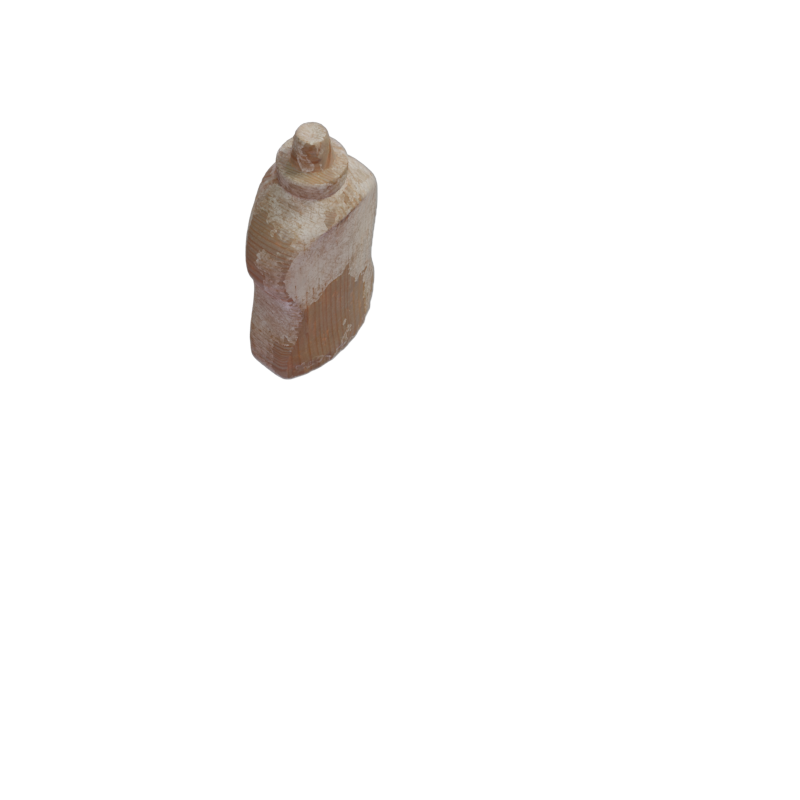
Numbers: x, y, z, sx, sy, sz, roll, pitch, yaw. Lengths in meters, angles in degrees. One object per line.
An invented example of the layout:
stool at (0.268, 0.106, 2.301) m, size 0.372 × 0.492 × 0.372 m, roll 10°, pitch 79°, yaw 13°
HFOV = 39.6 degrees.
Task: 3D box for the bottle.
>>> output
bottle at (-0.053, -0.097, 0.677) m, size 0.061 × 0.097 × 0.179 m, roll 37°, pitch -28°, yaw 18°
